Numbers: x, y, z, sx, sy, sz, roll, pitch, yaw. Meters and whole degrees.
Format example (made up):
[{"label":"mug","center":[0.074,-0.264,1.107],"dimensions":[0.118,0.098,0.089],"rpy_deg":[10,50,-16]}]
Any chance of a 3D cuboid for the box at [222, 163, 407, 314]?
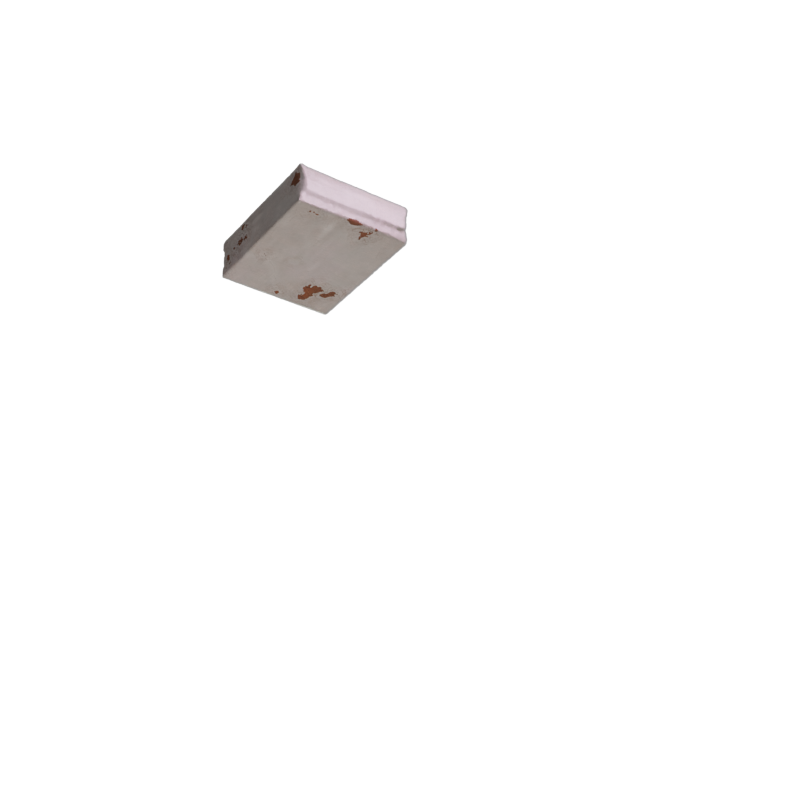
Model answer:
[{"label":"box","center":[-0.050,-0.091,0.639],"dimensions":[0.070,0.032,0.088],"rpy_deg":[20,-38,-29]}]
